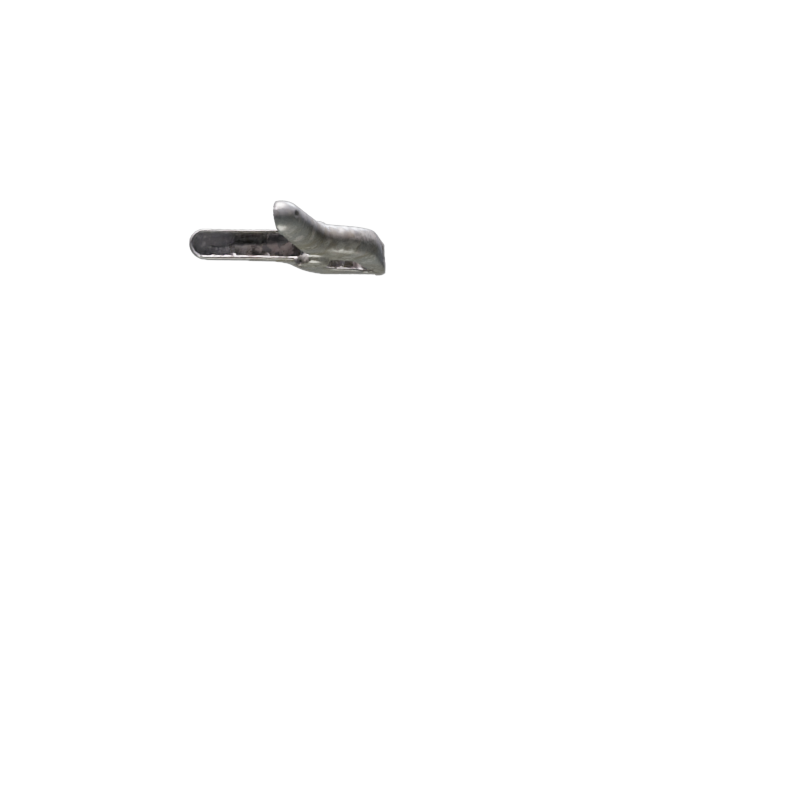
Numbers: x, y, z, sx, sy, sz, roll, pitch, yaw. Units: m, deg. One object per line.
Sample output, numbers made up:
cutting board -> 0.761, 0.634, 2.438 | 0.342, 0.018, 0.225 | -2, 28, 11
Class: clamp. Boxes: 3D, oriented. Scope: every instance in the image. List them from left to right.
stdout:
clamp -> -0.070, -0.128, 0.894 | 0.165, 0.040, 0.123 | 1, -2, -35
